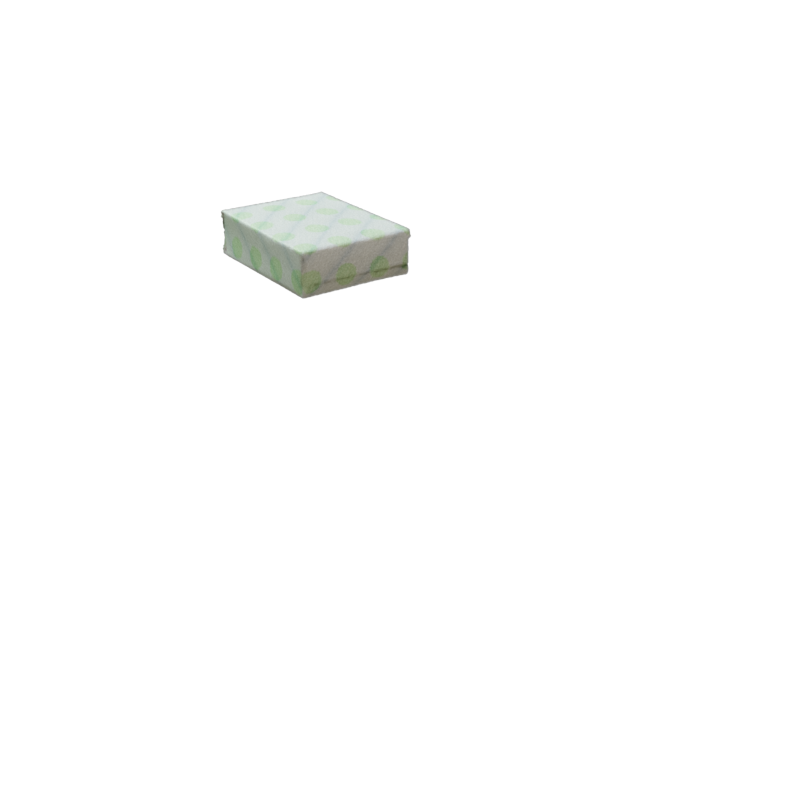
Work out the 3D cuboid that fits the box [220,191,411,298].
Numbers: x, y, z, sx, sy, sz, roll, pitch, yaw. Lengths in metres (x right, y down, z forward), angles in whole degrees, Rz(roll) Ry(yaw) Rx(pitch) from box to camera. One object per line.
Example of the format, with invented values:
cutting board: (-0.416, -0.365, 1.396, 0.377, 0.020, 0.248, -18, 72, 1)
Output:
box: (-0.061, -0.112, 0.786, 0.088, 0.037, 0.121, -15, 28, -33)
